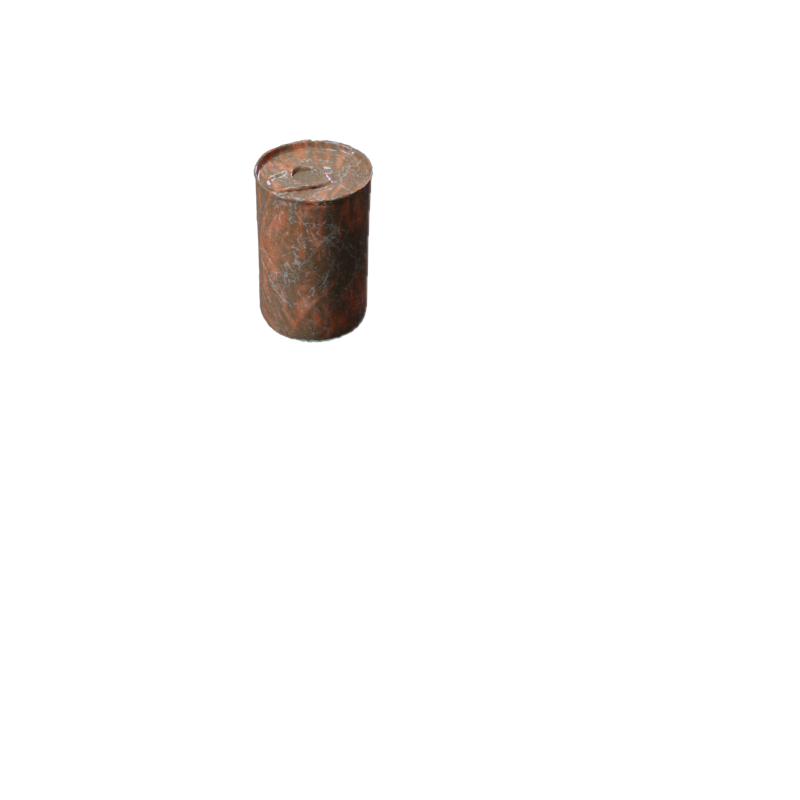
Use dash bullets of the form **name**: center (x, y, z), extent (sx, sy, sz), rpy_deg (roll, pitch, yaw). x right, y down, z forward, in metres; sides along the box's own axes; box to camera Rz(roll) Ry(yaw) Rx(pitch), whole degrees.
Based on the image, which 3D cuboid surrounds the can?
- **can**: center (-0.052, -0.094, 0.659), extent (0.068, 0.095, 0.073), rpy_deg (0, 38, -3)
